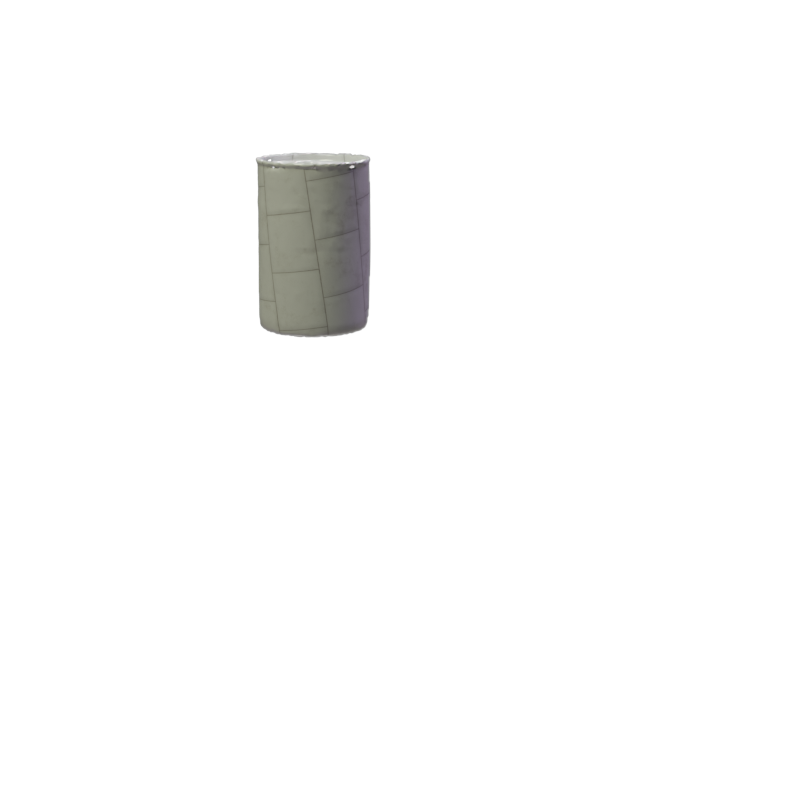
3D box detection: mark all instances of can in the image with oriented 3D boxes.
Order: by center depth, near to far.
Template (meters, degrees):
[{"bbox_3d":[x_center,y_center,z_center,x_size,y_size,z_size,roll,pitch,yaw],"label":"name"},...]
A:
[{"bbox_3d":[-0.052,-0.095,0.666,0.068,0.100,0.071,0,12,-2],"label":"can"}]
